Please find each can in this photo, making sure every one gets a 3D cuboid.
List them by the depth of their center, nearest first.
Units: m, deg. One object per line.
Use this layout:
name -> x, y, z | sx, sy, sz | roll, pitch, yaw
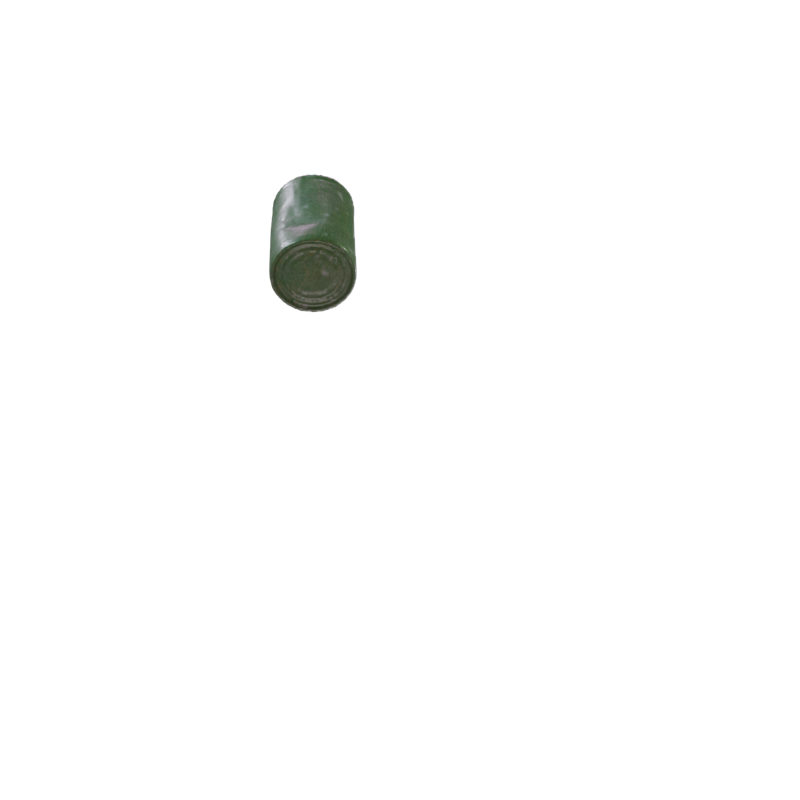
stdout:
can -> -0.068, -0.125, 0.872 | 0.068, 0.064, 0.109 | -1, 36, -3
